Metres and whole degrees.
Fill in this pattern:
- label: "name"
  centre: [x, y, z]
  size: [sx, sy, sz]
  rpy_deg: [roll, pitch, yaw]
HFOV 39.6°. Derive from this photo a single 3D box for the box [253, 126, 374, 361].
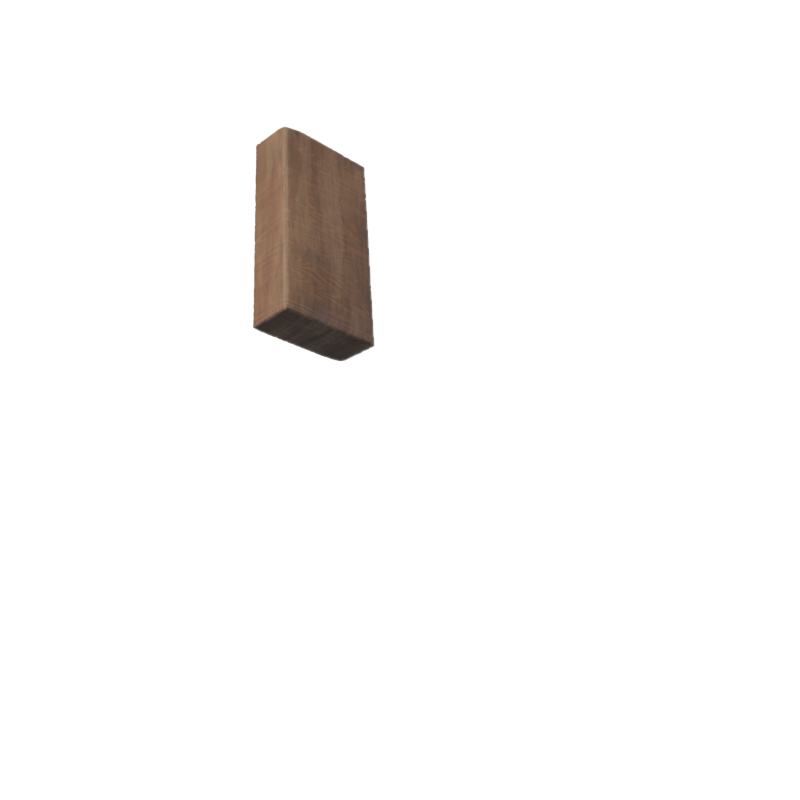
- label: "box"
  centre: [-0.069, -0.126, 0.883]
  size: [0.088, 0.188, 0.048]
  rpy_deg: [23, -38, -37]
